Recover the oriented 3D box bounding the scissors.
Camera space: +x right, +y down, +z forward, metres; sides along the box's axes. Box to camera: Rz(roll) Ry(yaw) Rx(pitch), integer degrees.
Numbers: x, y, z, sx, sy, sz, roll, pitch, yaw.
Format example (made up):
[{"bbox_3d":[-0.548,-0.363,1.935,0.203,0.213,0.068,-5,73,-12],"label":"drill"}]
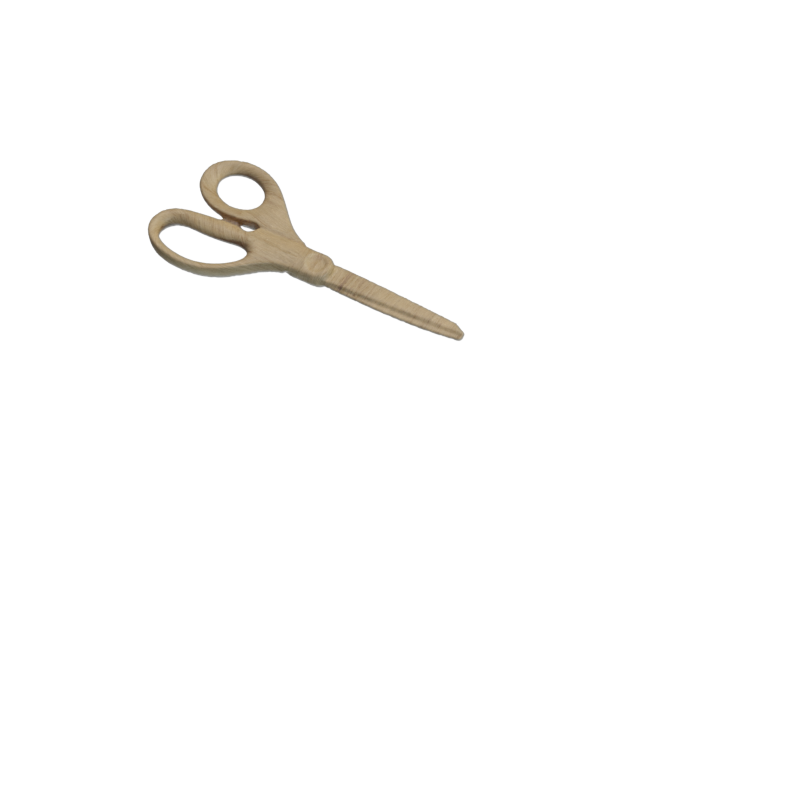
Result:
[{"bbox_3d":[-0.053,-0.097,0.681,0.204,0.101,0.015,12,-33,8],"label":"scissors"}]
